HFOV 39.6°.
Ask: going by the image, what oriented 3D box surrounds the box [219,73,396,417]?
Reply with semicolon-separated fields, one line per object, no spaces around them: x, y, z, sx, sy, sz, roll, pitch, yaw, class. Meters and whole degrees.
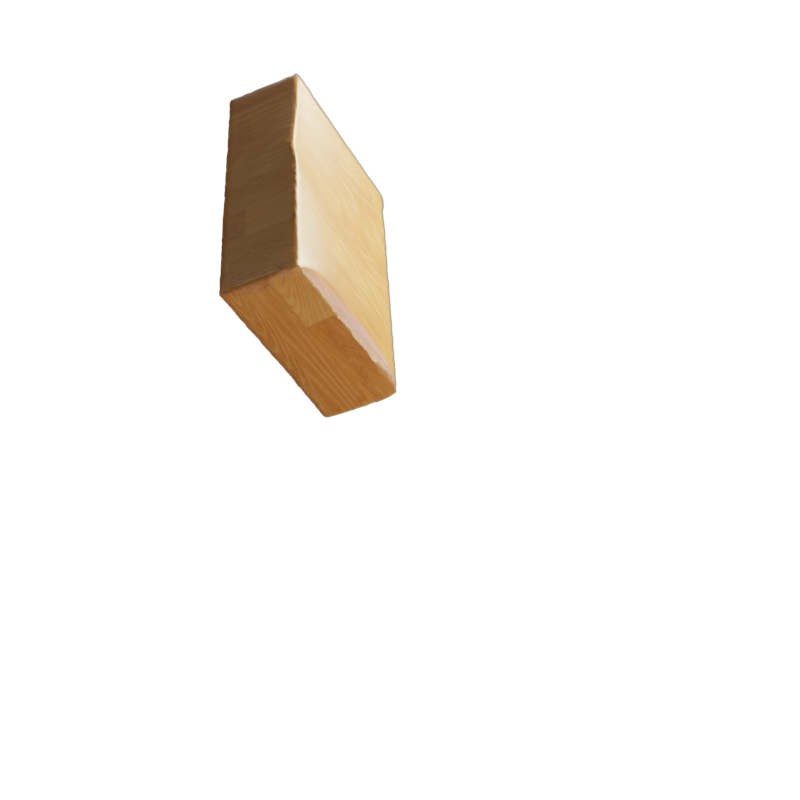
-0.067;-0.122;0.856;0.072;0.230;0.151;-20;-43;18;box
